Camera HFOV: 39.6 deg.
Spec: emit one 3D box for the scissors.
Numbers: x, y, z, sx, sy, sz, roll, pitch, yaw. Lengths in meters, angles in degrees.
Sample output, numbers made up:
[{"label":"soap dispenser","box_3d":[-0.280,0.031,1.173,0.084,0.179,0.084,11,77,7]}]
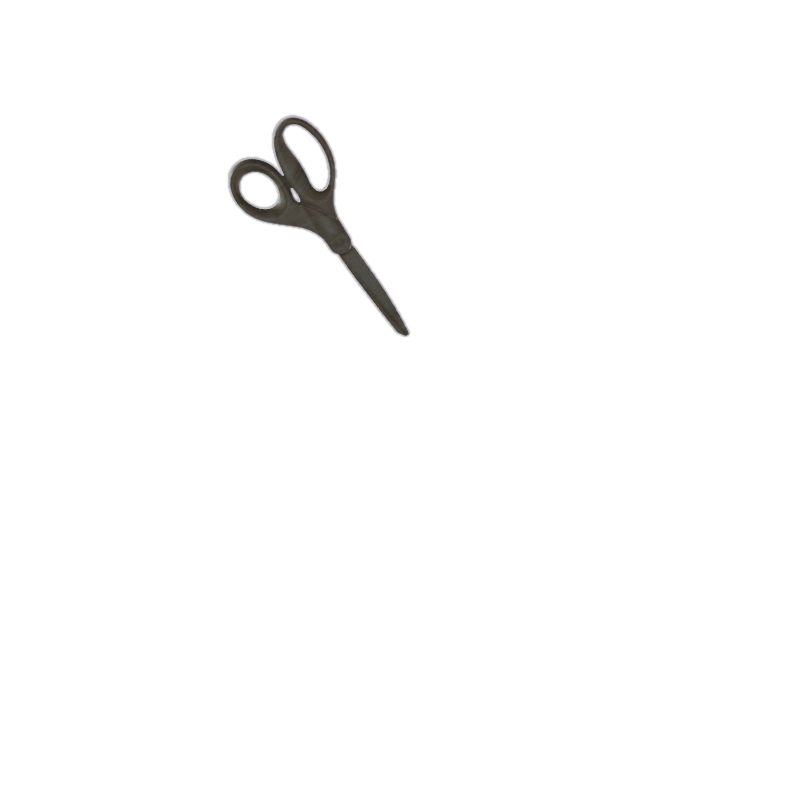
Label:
[{"label":"scissors","box_3d":[-0.070,-0.128,0.897,0.096,0.196,0.016,-19,10,4]}]
